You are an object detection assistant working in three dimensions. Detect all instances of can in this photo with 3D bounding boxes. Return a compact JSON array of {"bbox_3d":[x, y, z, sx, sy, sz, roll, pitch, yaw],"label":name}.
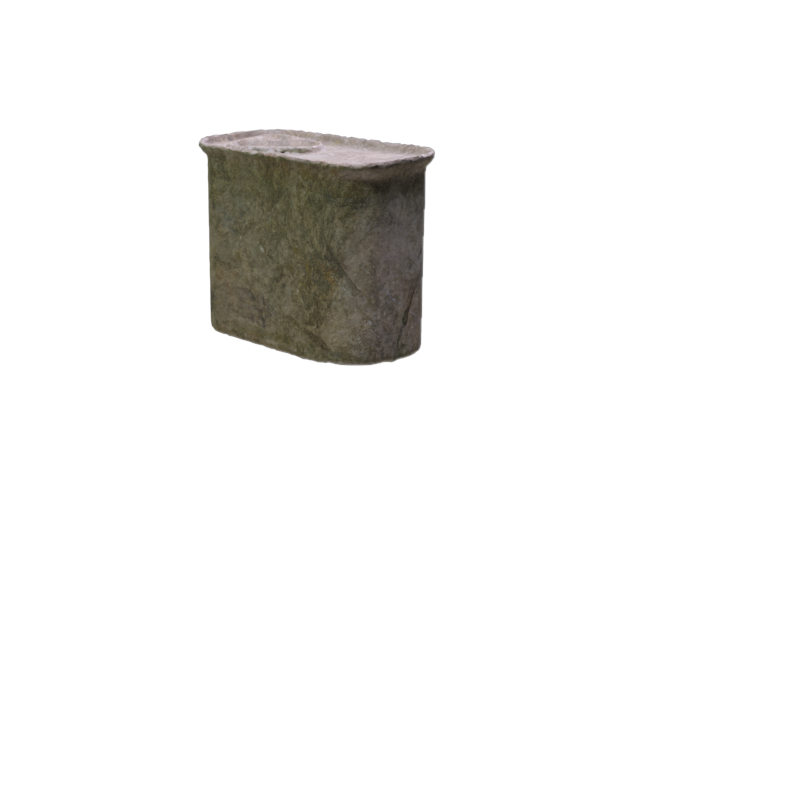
[{"bbox_3d":[-0.037,-0.067,0.468,0.108,0.081,0.056,16,22,39],"label":"can"}]
